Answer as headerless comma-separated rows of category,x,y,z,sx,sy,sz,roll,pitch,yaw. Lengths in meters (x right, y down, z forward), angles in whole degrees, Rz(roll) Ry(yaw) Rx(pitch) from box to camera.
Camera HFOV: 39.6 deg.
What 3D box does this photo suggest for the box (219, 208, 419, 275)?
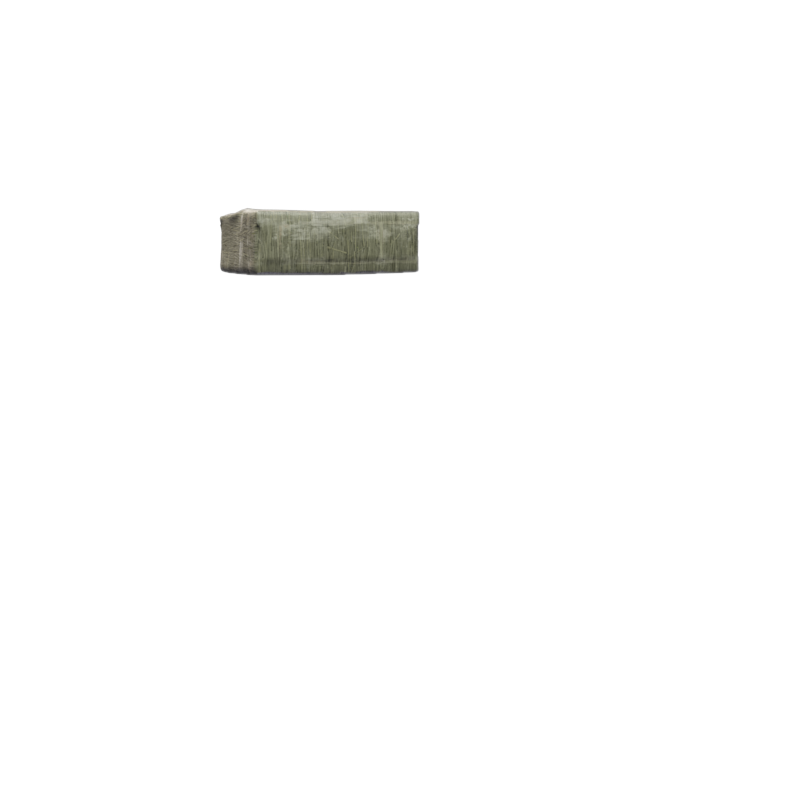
box,-0.040,-0.073,0.510,0.072,0.030,0.092,-2,7,-17
